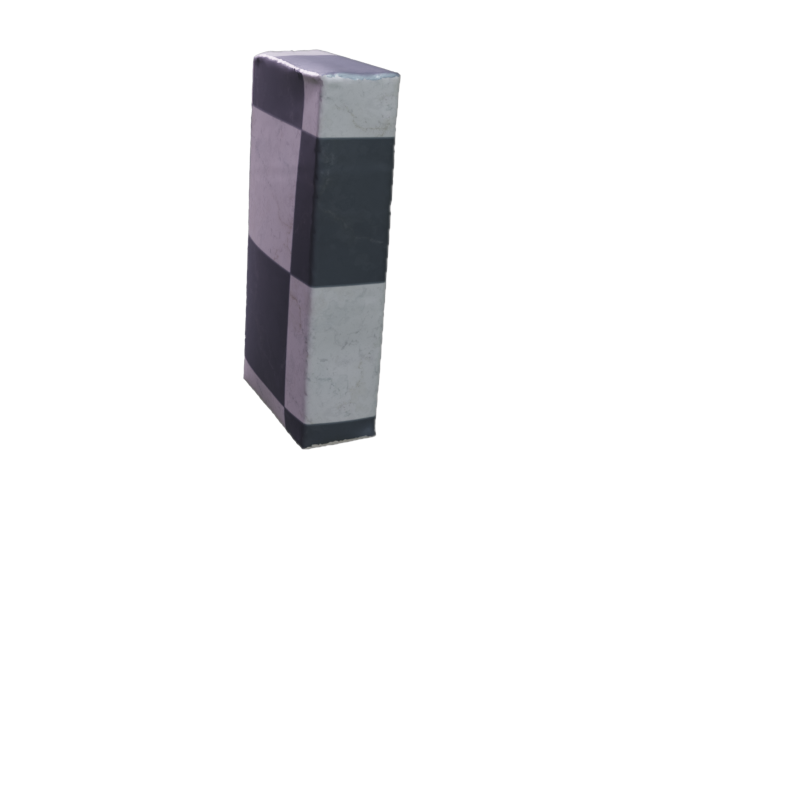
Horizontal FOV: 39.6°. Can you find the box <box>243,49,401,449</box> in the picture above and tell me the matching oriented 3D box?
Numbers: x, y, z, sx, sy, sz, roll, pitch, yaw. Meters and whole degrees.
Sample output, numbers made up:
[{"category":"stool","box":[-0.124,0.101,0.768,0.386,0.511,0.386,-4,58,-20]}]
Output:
[{"category":"box","box":[-0.042,-0.077,0.537,0.047,0.169,0.099,-7,20,-24]}]
